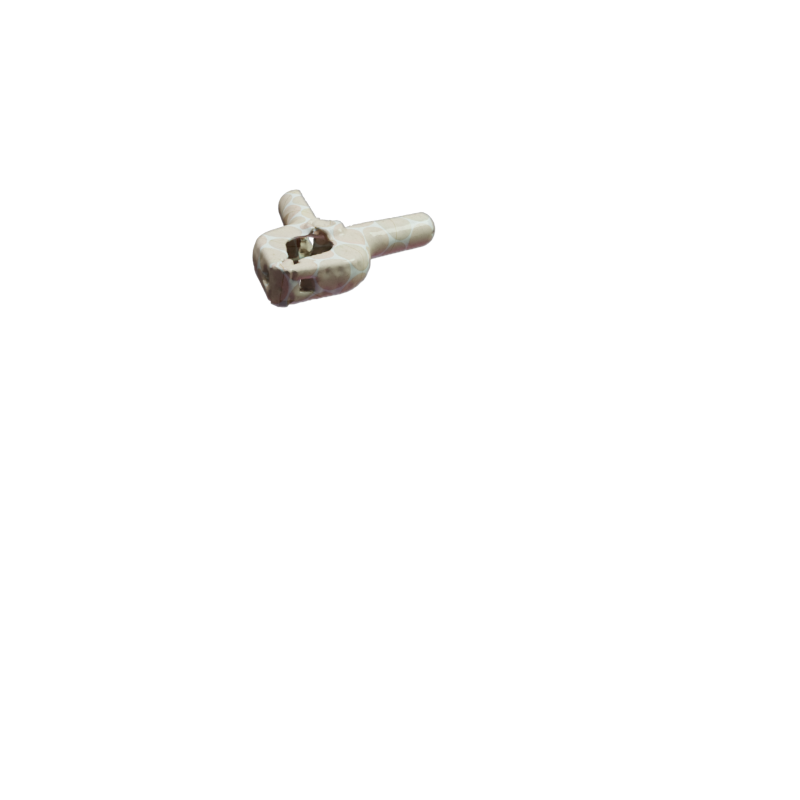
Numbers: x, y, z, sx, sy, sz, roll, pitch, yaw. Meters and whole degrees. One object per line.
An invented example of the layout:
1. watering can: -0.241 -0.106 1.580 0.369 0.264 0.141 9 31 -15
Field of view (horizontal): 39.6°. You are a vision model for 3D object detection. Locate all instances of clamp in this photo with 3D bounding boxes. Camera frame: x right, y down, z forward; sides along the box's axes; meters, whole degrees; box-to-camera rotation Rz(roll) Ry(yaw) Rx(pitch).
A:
1. clamp: -0.061 -0.110 0.773 0.125 0.037 0.172 11 25 24
